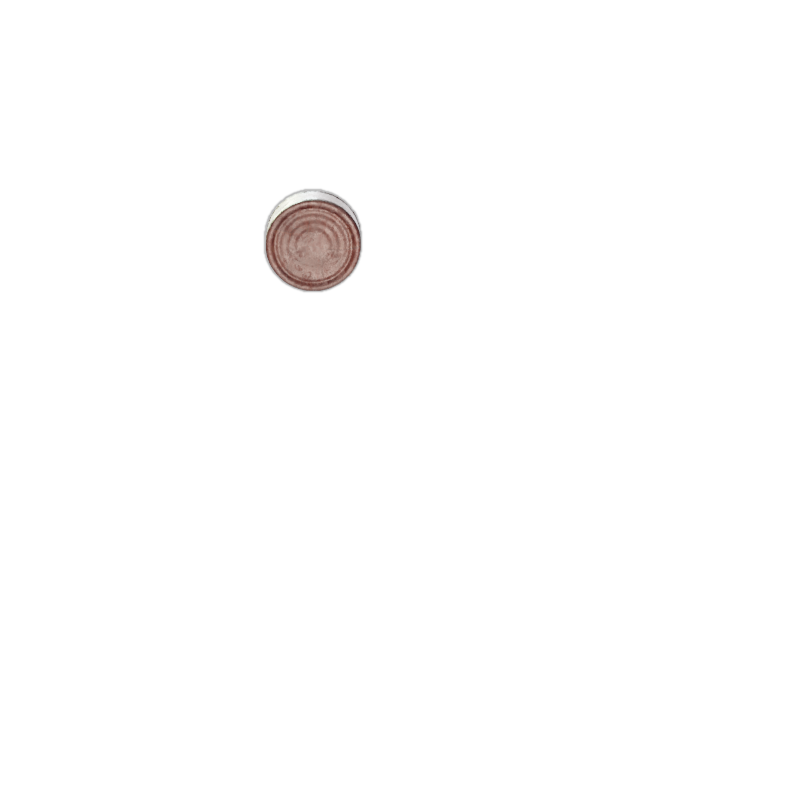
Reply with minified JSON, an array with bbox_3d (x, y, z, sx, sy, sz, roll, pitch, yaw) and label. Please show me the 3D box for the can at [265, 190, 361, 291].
[{"bbox_3d":[-0.076,-0.139,0.975,0.086,0.083,0.035,0,18,-1],"label":"can"}]
